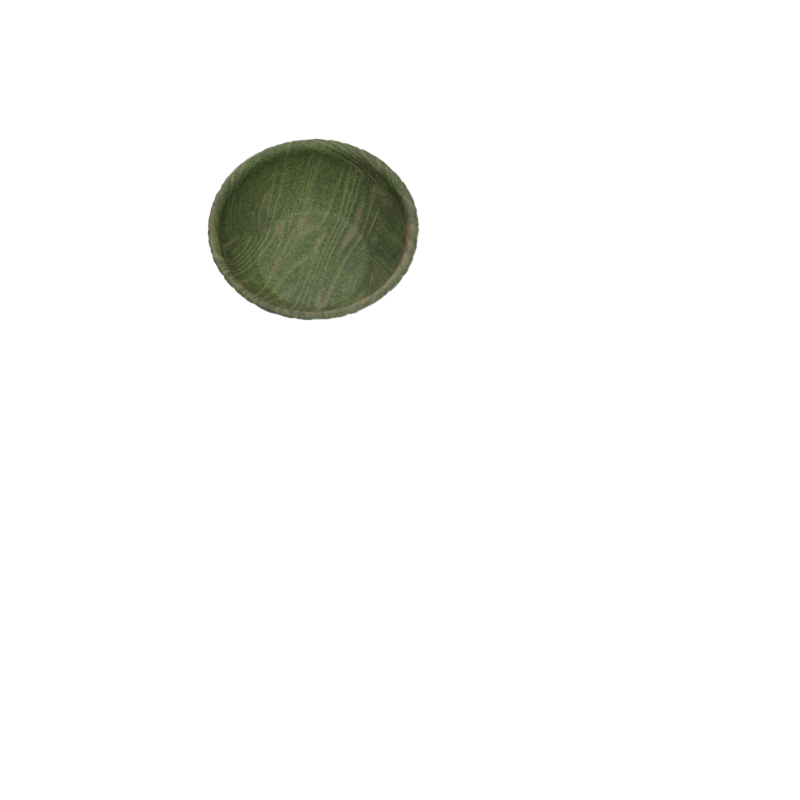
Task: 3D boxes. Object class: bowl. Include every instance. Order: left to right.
[{"bbox_3d":[-0.068,-0.124,0.867,0.162,0.172,0.052,-1,-28,-1],"label":"bowl"}]
